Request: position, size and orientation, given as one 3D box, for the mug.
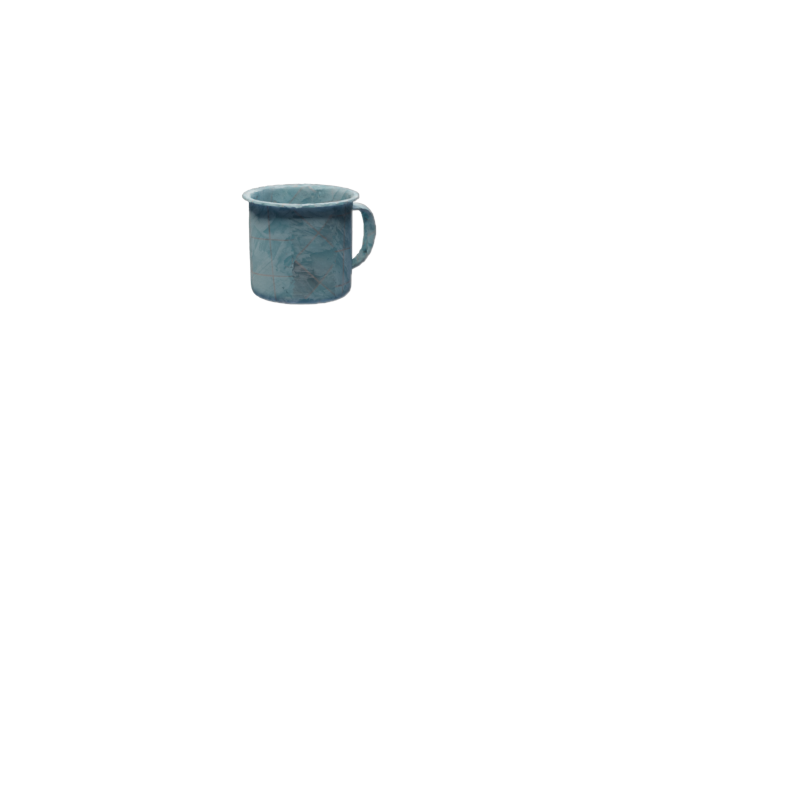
[{"bbox_3d":[-0.070,-0.127,0.891,0.114,0.079,0.099,-13,22,-35],"label":"mug"}]
